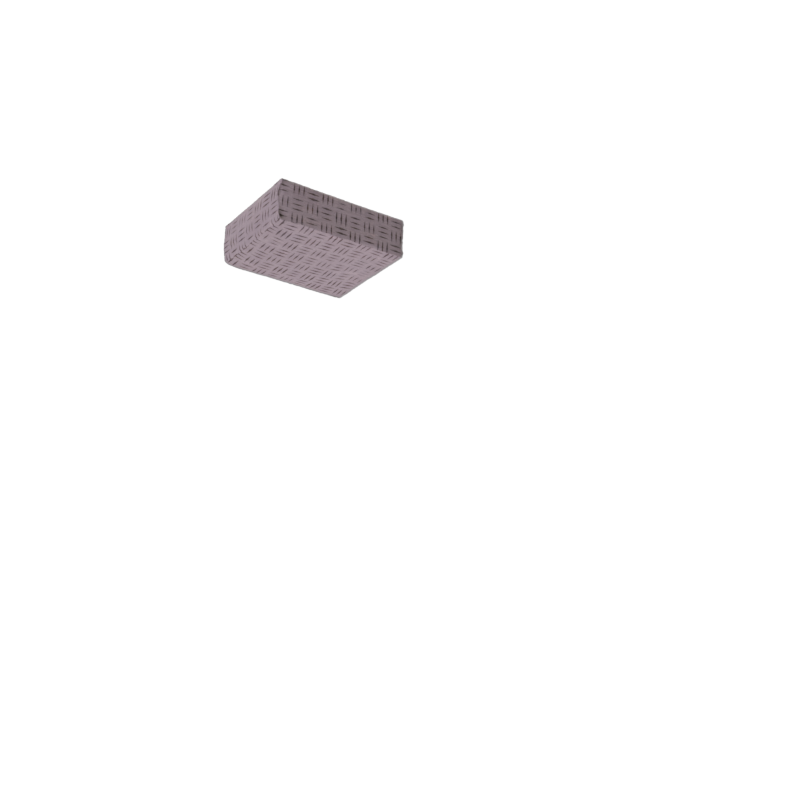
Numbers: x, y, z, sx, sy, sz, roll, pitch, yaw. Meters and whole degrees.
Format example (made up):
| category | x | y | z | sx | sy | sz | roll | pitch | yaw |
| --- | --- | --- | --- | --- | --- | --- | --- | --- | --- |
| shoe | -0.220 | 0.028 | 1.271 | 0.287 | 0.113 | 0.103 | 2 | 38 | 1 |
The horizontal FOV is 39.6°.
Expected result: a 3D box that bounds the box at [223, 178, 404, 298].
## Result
| category | x | y | z | sx | sy | sz | roll | pitch | yaw |
| --- | --- | --- | --- | --- | --- | --- | --- | --- | --- |
| box | -0.067 | -0.122 | 0.856 | 0.108 | 0.041 | 0.089 | 14 | -26 | -31 |
